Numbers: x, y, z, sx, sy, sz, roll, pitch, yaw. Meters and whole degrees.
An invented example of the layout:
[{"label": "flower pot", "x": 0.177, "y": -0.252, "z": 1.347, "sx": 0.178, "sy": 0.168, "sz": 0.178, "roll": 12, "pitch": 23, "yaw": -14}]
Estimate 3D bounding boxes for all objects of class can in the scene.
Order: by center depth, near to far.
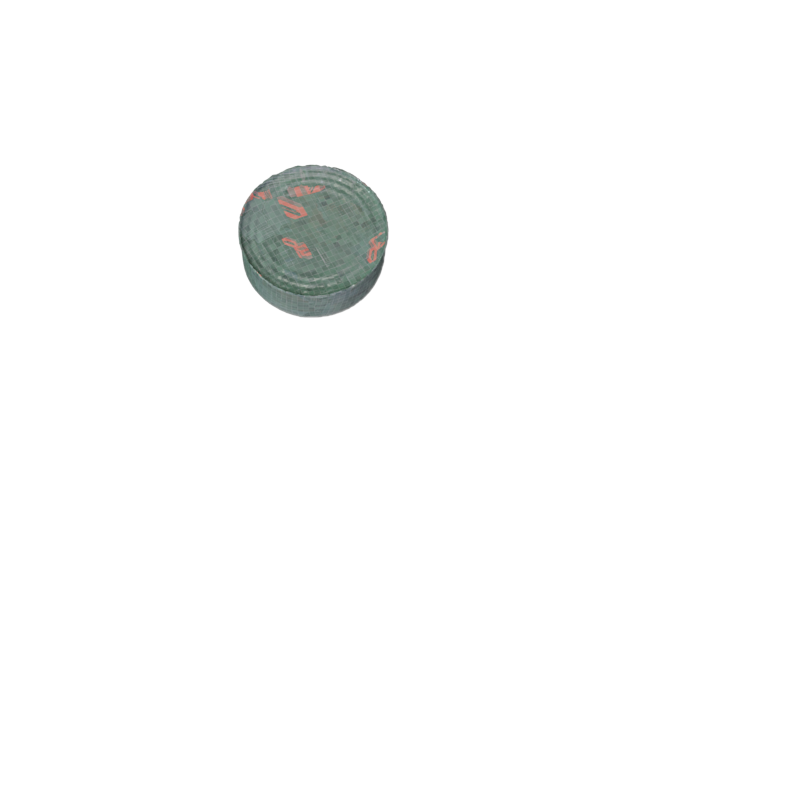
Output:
[{"label": "can", "x": -0.050, "y": -0.092, "z": 0.645, "sx": 0.086, "sy": 0.091, "sz": 0.032, "roll": -1, "pitch": -26, "yaw": -1}]
